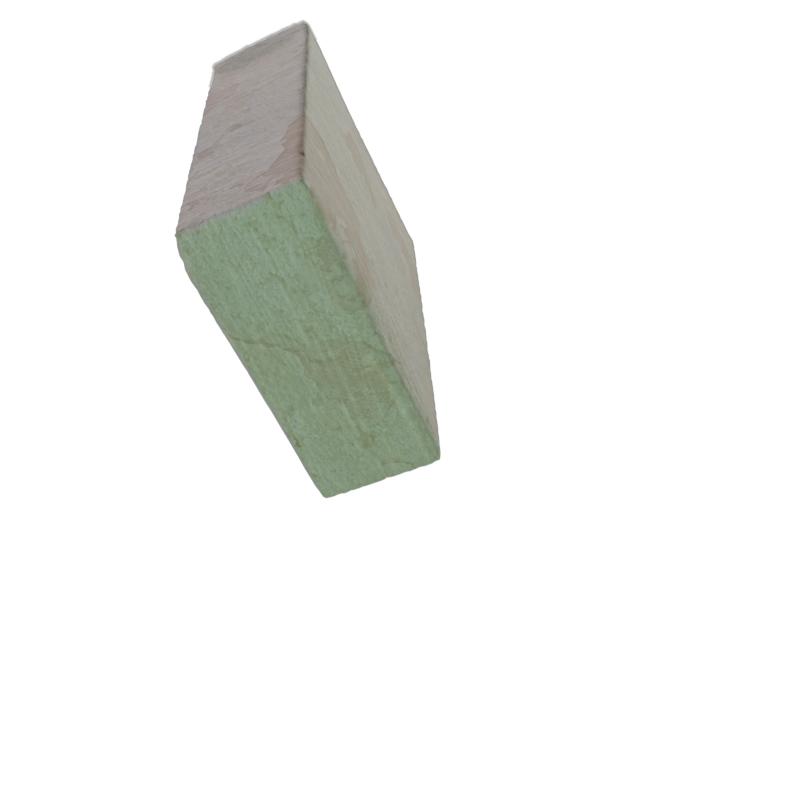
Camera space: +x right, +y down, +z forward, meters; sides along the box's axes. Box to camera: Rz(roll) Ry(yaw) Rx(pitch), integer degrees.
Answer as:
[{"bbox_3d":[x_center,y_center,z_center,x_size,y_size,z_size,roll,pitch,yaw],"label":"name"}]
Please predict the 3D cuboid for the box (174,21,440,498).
[{"bbox_3d":[-0.046,-0.084,0.587,0.072,0.153,0.228,-22,32,11],"label":"box"}]
